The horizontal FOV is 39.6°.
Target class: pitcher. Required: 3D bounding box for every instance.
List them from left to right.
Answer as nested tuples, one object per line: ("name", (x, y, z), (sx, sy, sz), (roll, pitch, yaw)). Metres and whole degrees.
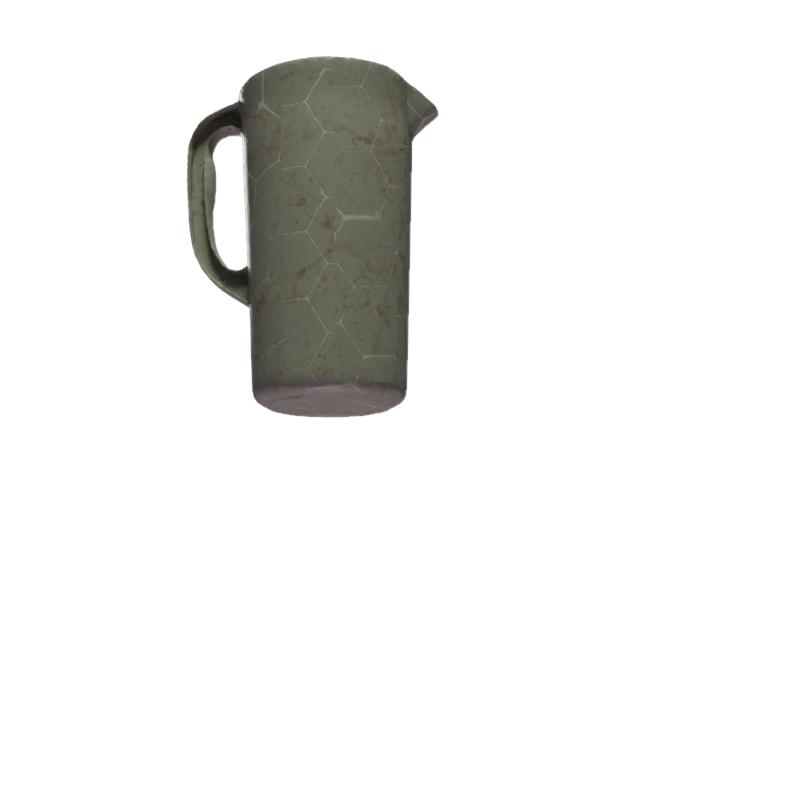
("pitcher", (-0.063, -0.115, 0.806), (0.138, 0.253, 0.151), (12, -20, -38))
